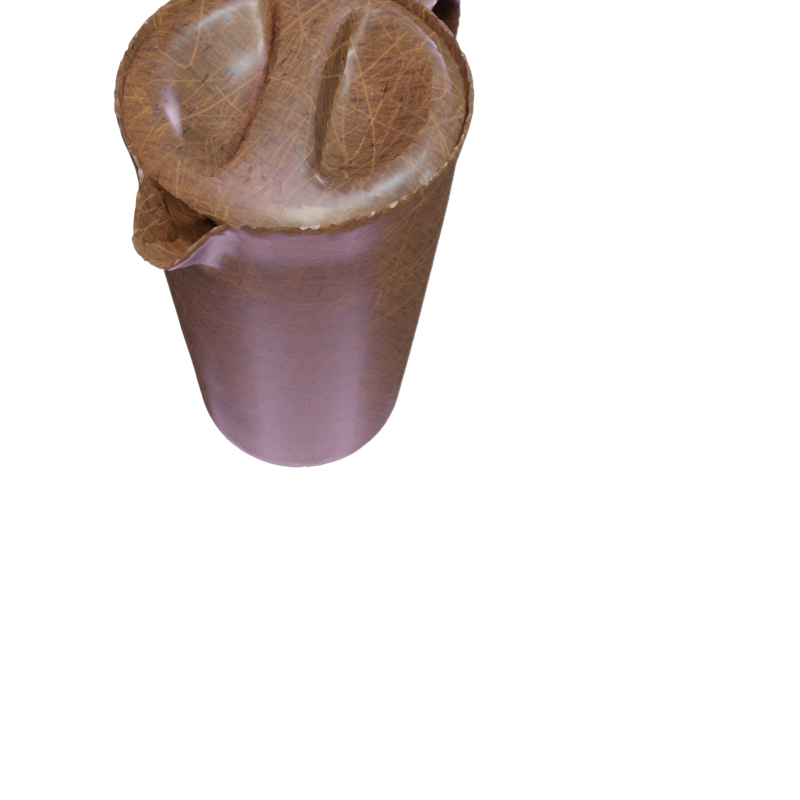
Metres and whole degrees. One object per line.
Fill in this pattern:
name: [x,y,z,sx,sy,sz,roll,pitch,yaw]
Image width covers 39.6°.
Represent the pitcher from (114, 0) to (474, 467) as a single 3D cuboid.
pitcher: [-0.040,-0.073,0.508,0.148,0.155,0.228,-8,-29,-7]
